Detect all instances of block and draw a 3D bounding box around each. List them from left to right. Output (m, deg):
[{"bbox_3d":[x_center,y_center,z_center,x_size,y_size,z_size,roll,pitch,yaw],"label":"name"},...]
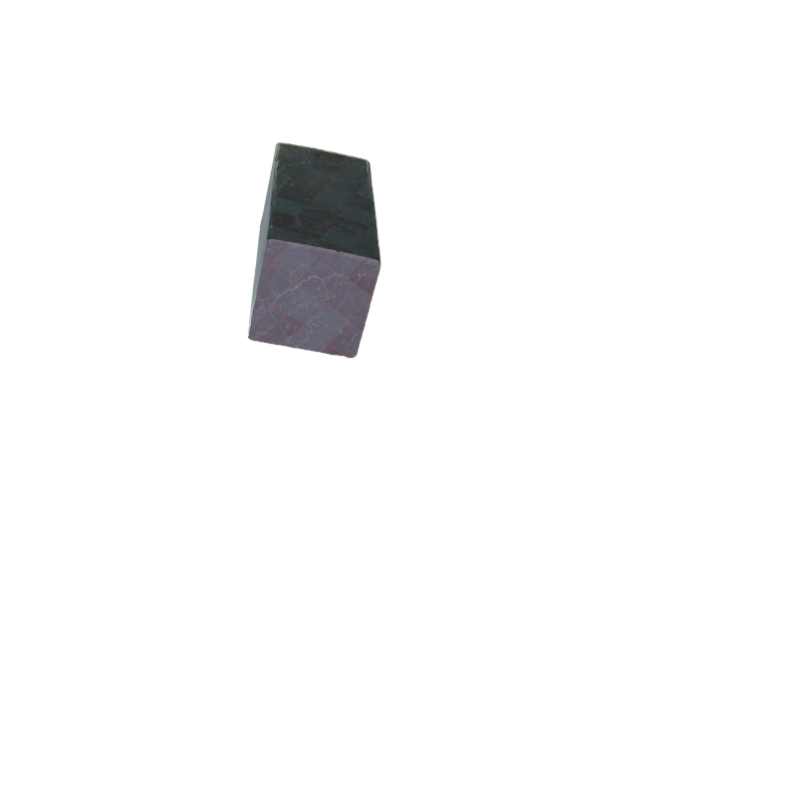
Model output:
[{"bbox_3d":[-0.073,-0.134,0.935,0.089,0.086,0.219,10,30,-10],"label":"block"}]
